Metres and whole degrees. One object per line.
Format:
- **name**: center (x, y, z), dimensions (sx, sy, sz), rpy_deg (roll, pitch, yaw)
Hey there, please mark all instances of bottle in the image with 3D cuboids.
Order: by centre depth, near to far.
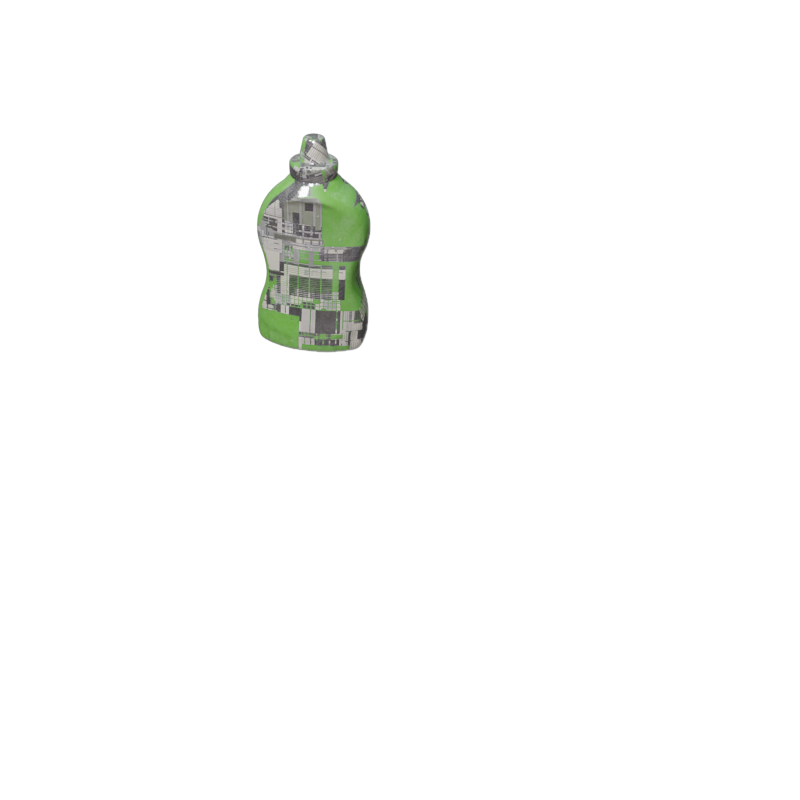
- **bottle**: center (-0.074, -0.136, 0.951), dimensions (0.098, 0.181, 0.061), rpy_deg (8, 30, 11)
